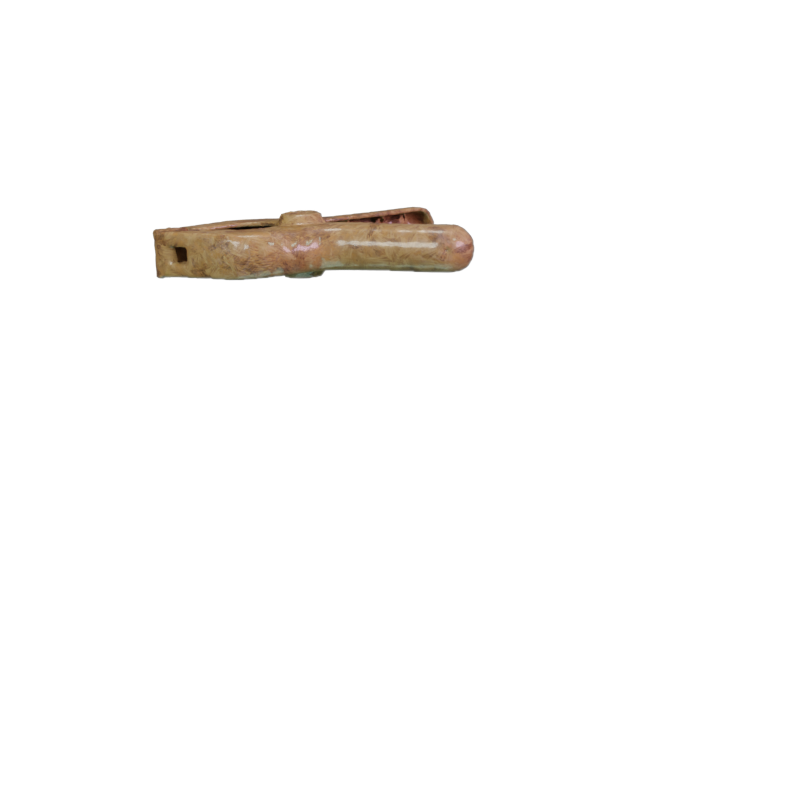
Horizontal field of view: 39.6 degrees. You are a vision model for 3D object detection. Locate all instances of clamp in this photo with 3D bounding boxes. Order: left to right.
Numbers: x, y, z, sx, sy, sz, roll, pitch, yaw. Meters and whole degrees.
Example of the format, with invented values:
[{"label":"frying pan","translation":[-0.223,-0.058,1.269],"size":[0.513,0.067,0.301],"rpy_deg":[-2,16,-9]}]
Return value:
[{"label":"clamp","translation":[-0.049,-0.089,0.623],"size":[0.172,0.039,0.121],"rpy_deg":[0,9,2]}]
